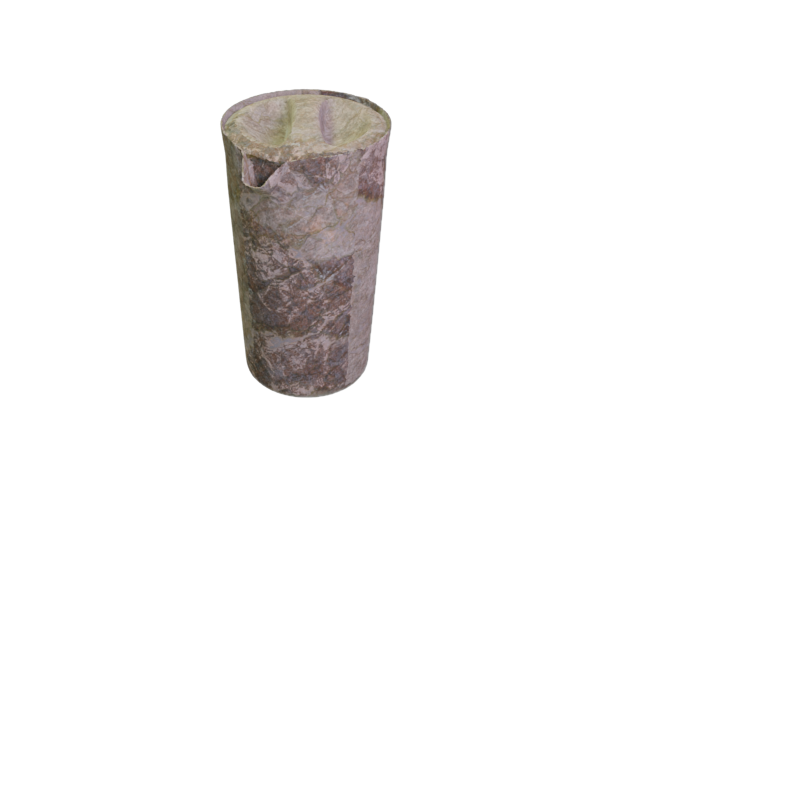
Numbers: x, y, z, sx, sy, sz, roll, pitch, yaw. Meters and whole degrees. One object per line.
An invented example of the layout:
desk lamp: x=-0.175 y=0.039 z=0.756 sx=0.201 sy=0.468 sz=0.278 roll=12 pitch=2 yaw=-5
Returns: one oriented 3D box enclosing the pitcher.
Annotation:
pitcher: x=-0.073 y=-0.132 z=0.927 sx=0.147 sy=0.228 sz=0.157 roll=-10 pitch=36 yaw=-18
